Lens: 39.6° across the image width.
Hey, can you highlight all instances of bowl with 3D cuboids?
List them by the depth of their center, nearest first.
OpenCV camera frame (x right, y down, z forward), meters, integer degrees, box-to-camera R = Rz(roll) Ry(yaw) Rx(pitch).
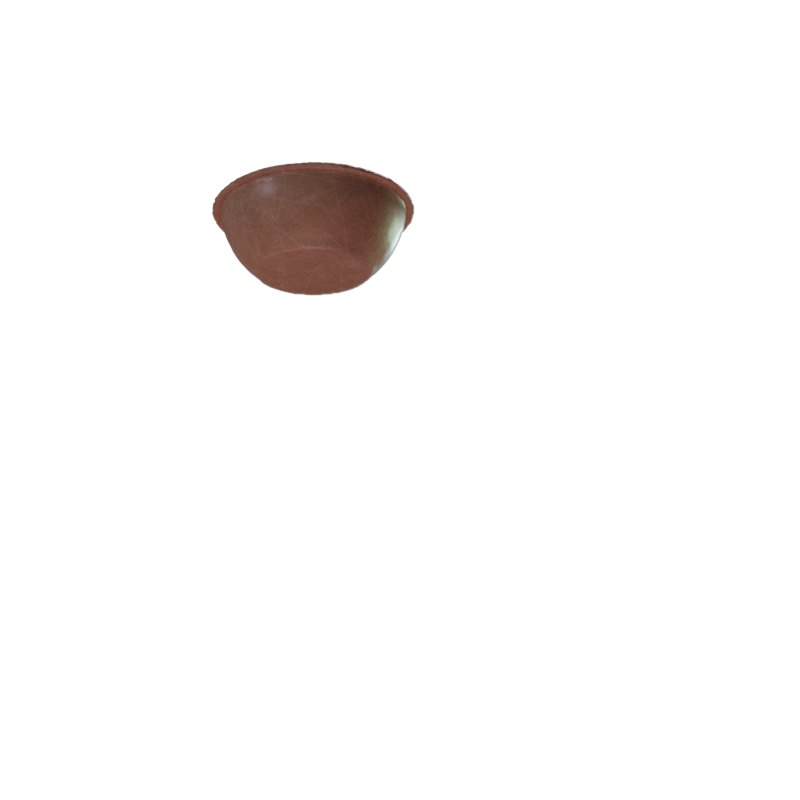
[{"bbox_3d":[-0.069,-0.125,0.876,0.162,0.058,0.154,0,-19,-2],"label":"bowl"}]
